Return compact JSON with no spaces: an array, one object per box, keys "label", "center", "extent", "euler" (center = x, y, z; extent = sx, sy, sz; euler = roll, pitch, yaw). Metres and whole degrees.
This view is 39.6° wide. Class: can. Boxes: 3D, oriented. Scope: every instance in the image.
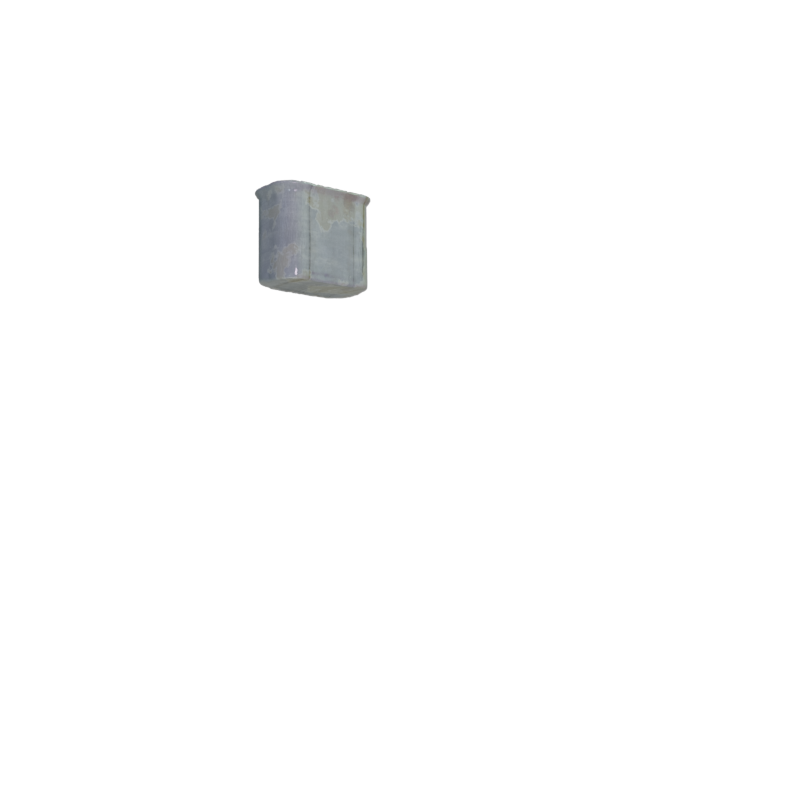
[{"label":"can","center":[-0.075,-0.136,0.955],"extent":[0.097,0.087,0.058],"euler":[8,-15,-39]}]
